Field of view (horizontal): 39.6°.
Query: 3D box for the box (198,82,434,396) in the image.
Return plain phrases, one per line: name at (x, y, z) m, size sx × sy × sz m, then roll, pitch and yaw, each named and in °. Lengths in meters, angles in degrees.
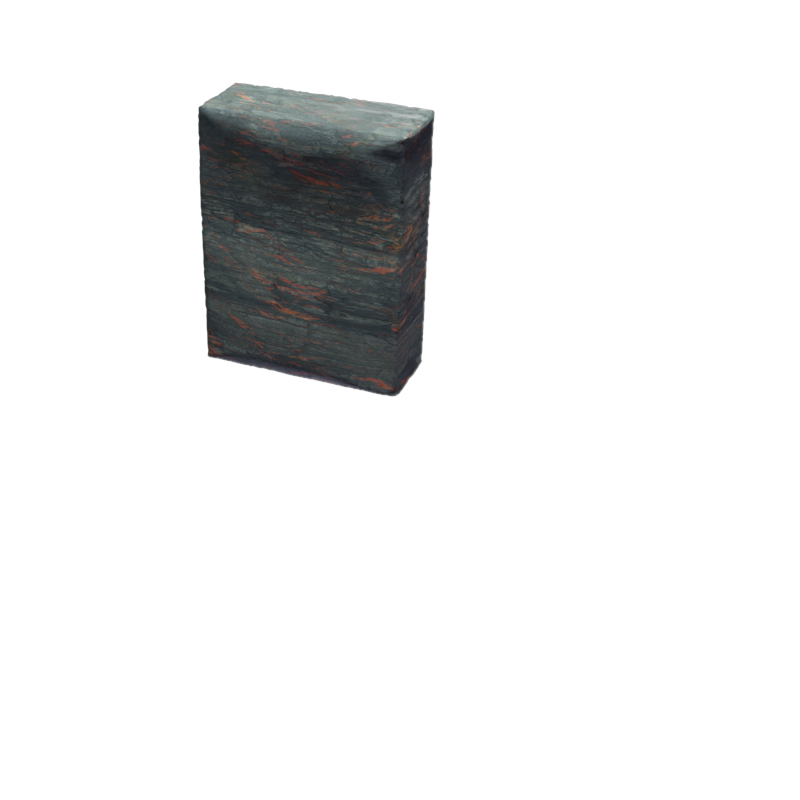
box at (-0.066, -0.120, 0.840) m, size 0.170 × 0.202 × 0.073 m, roll 13°, pitch 30°, yaw 19°
